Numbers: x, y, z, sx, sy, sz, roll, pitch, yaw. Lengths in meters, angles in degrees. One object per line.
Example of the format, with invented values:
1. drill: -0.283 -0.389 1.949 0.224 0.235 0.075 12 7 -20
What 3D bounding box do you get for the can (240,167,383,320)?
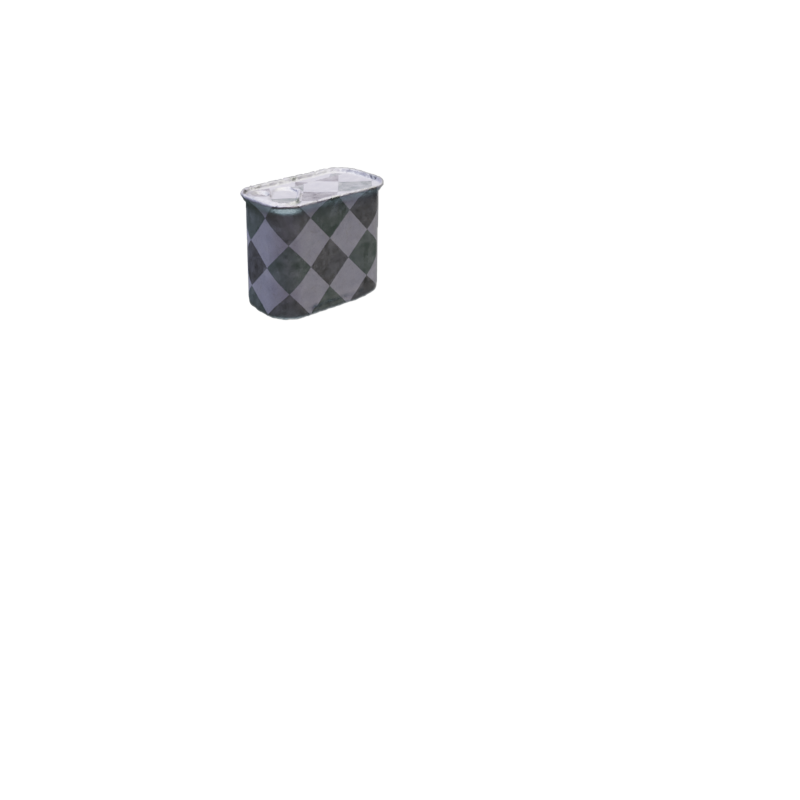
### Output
1. can: -0.061 -0.111 0.781 0.100 0.080 0.061 -20 30 -39
